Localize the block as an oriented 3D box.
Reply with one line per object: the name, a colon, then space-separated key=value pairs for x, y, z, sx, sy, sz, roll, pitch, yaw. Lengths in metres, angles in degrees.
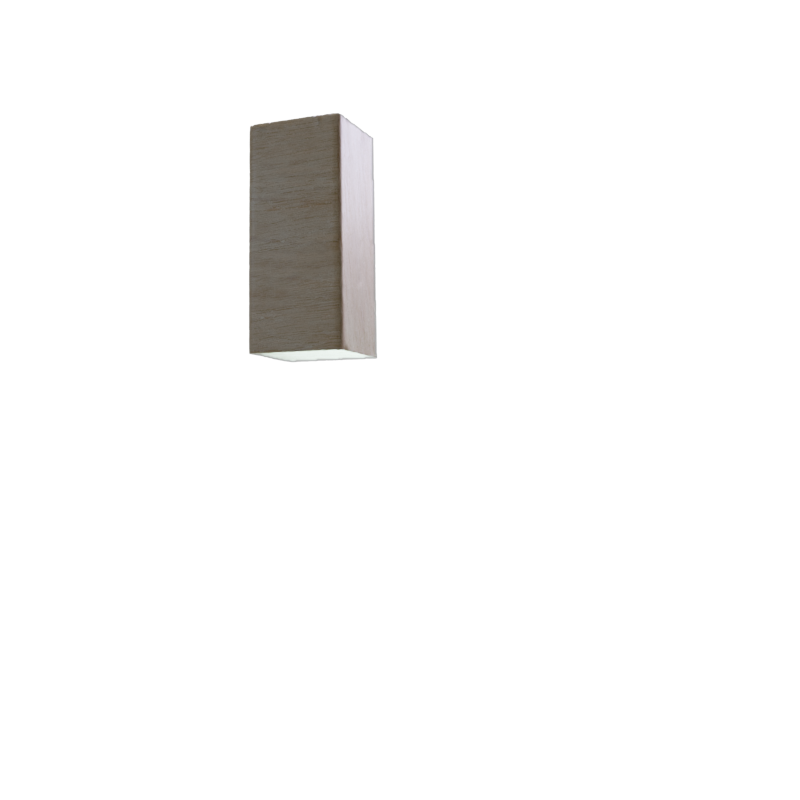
block: x=-0.079 y=-0.143 z=0.998 sx=0.093 sy=0.212 sz=0.086 roll=-5 pitch=-11 yaw=22
